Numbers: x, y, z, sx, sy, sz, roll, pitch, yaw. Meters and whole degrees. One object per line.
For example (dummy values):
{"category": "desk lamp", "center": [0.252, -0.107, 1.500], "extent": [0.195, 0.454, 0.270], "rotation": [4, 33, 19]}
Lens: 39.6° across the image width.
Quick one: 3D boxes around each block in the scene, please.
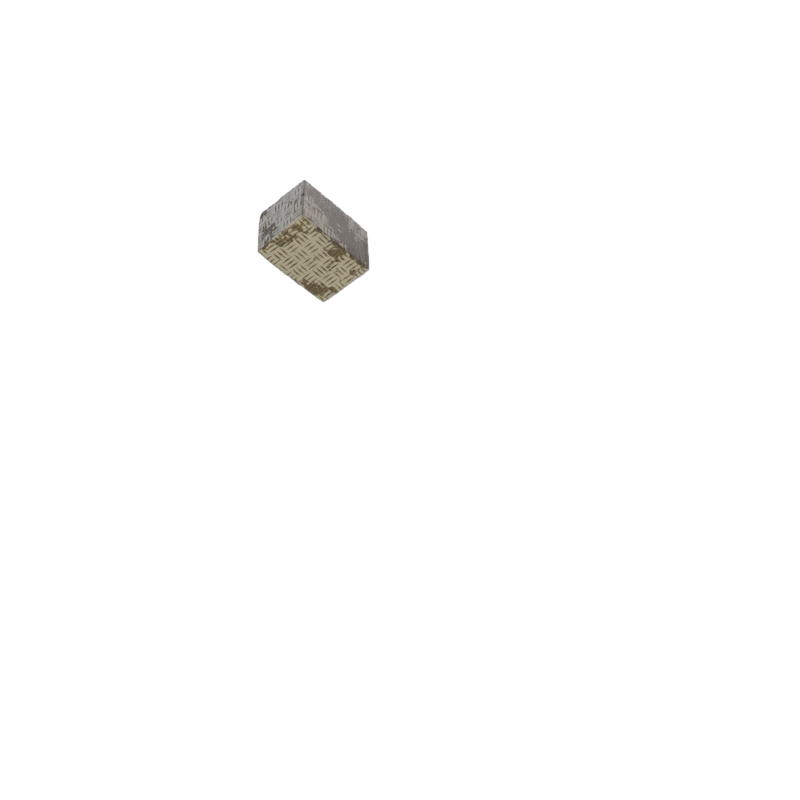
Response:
{"category": "block", "center": [-0.070, -0.127, 0.891], "extent": [0.052, 0.055, 0.073], "rotation": [-35, -56, 26]}
